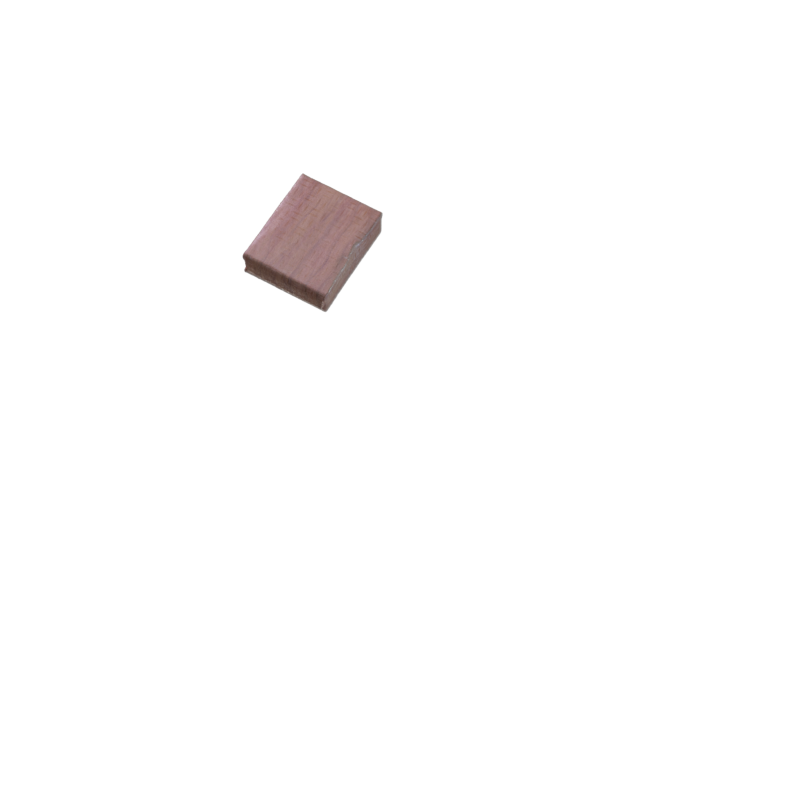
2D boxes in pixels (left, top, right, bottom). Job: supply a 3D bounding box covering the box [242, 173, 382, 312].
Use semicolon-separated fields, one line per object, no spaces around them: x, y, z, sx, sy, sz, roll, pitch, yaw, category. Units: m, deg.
-0.066;-0.120;0.842;0.076;0.092;0.028;26;-27;14;box
